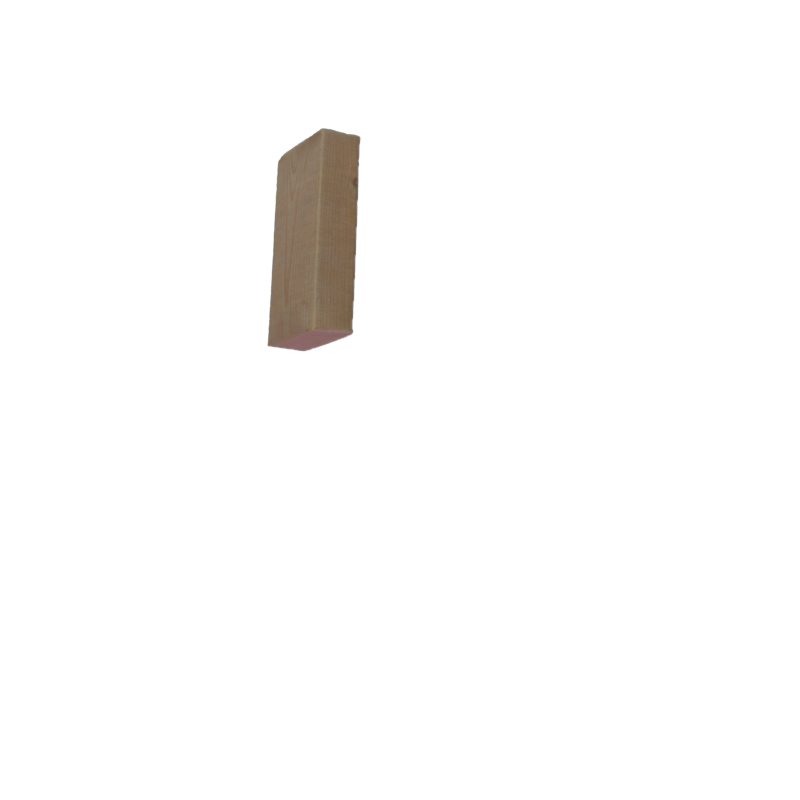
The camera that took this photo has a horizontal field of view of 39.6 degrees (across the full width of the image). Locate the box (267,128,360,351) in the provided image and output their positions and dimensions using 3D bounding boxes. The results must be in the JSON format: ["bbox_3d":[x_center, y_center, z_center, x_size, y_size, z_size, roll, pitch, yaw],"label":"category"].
[{"bbox_3d":[-0.075,-0.137,0.960,0.046,0.183,0.094,7,-16,-29],"label":"box"}]
